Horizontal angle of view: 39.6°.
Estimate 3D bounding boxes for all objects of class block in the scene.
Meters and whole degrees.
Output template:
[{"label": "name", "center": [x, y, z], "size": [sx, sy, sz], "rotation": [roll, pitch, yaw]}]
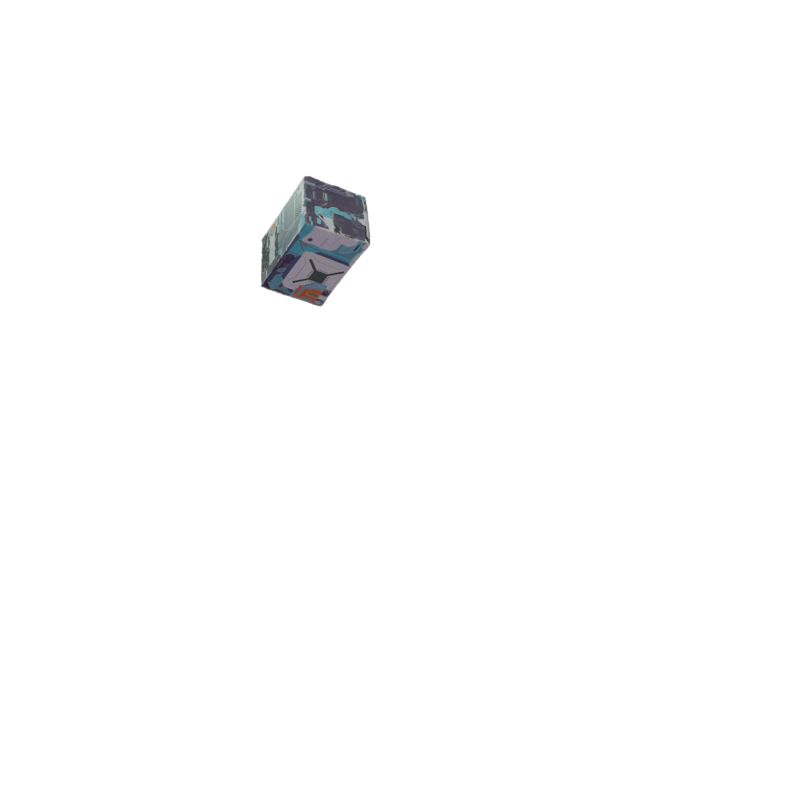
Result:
[{"label": "block", "center": [-0.064, -0.116, 0.814], "size": [0.051, 0.055, 0.076], "rotation": [19, -43, -24]}]
